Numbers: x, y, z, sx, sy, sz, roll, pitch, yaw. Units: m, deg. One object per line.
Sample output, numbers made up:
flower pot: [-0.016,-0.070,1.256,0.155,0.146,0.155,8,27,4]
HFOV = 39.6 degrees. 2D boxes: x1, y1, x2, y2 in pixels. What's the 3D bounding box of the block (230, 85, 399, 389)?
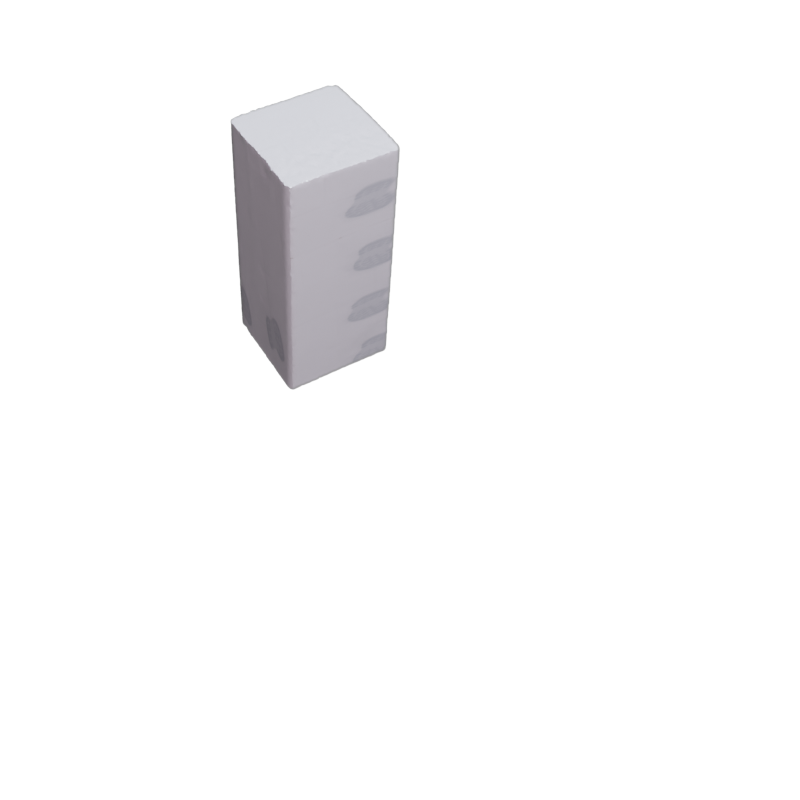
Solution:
block: [-0.065,-0.120,0.835,0.090,0.192,0.097,-23,53,-23]
